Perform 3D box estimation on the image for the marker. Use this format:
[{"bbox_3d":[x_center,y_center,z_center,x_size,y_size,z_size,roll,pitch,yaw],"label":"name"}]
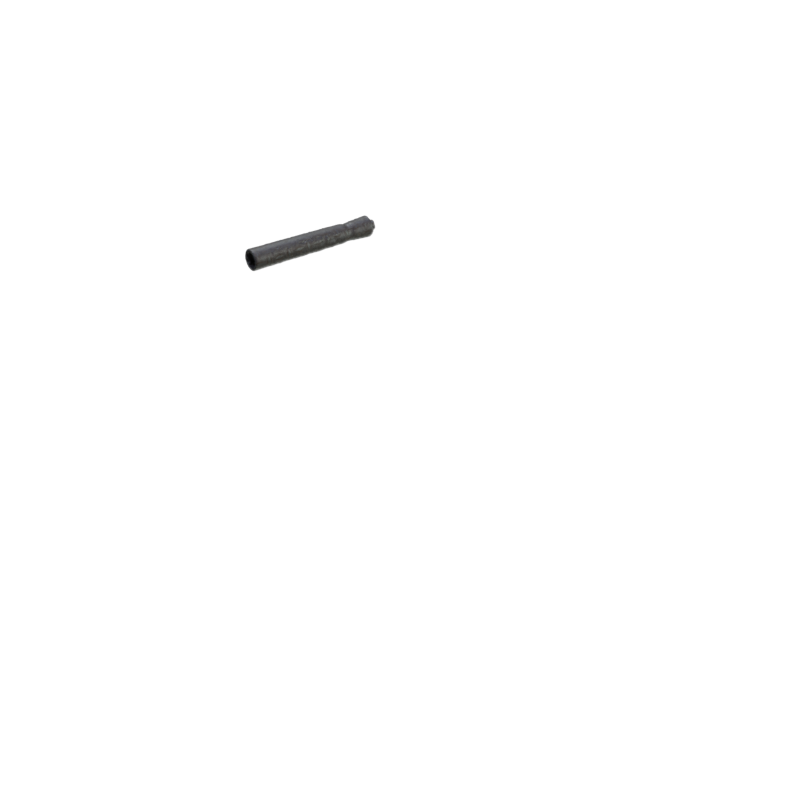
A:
[{"bbox_3d":[-0.072,-0.132,0.924,0.119,0.019,0.020,-21,14,-29],"label":"marker"}]
